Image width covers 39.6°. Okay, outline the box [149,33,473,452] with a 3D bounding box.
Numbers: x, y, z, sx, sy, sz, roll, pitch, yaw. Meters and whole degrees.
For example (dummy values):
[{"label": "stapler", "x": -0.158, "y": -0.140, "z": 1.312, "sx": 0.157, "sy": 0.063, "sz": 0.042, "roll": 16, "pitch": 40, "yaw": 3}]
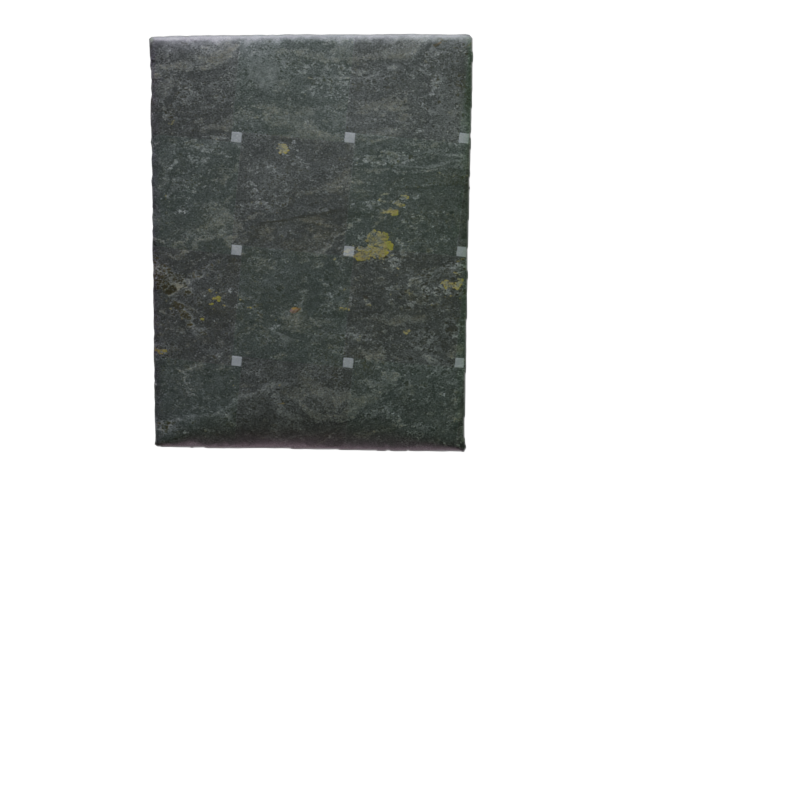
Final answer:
[{"label": "box", "x": -0.046, "y": -0.085, "z": 0.593, "sx": 0.164, "sy": 0.211, "sz": 0.073, "roll": 1, "pitch": 6, "yaw": 2}]
